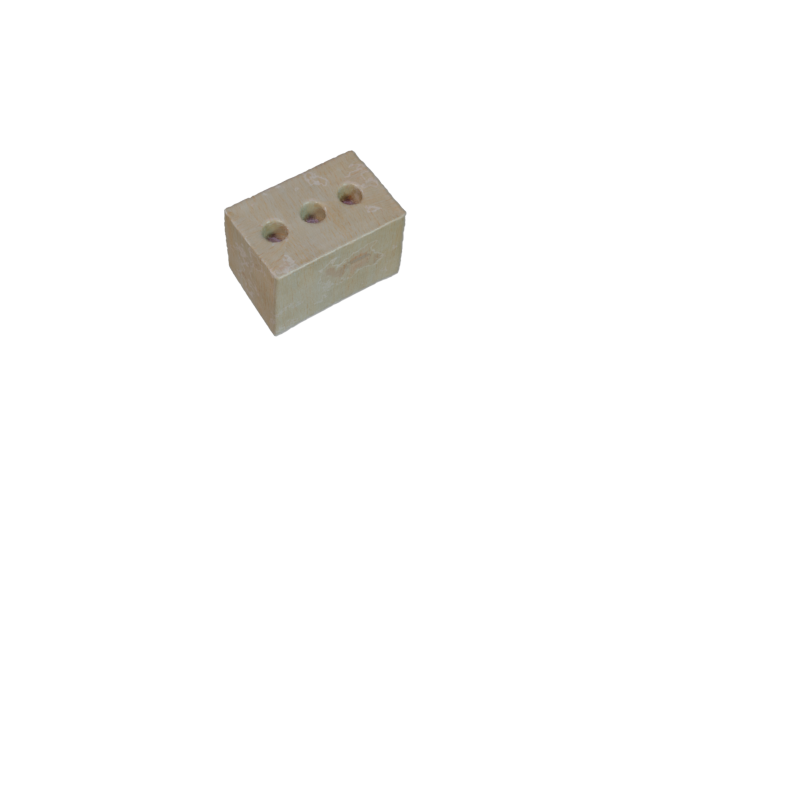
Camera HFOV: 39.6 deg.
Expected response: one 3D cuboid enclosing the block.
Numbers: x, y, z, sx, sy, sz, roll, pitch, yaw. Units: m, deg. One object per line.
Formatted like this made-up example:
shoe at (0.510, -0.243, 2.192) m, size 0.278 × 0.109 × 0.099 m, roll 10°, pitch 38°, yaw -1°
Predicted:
block at (-0.044, -0.081, 0.566) m, size 0.078 × 0.056 × 0.048 m, roll -29°, pitch -27°, yaw -18°
